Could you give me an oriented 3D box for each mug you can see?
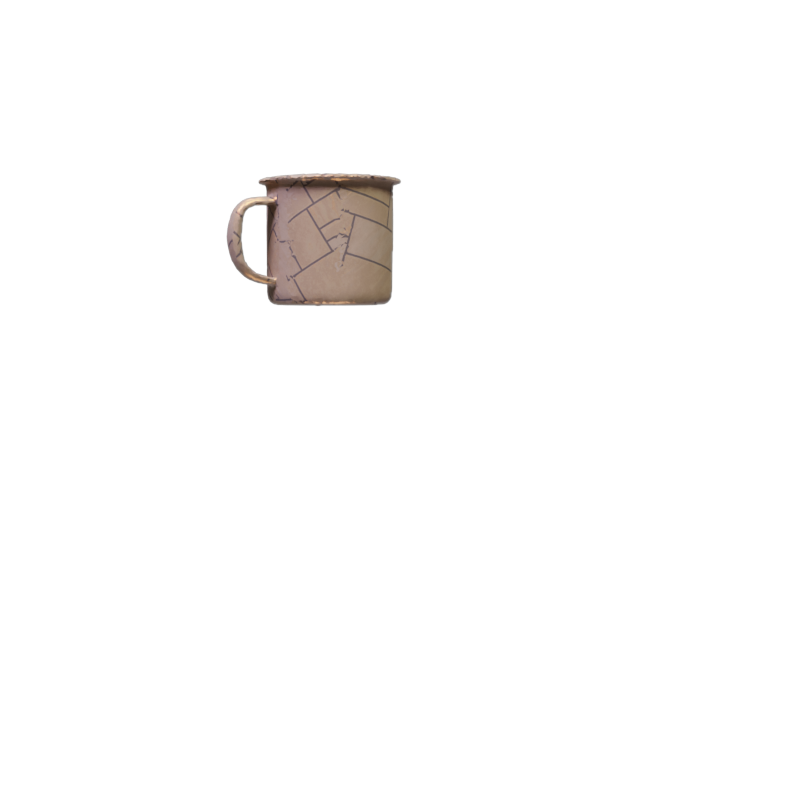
[{"bbox_3d":[-0.056,-0.102,0.716,0.113,0.081,0.097,-2,4,-30],"label":"mug"}]
